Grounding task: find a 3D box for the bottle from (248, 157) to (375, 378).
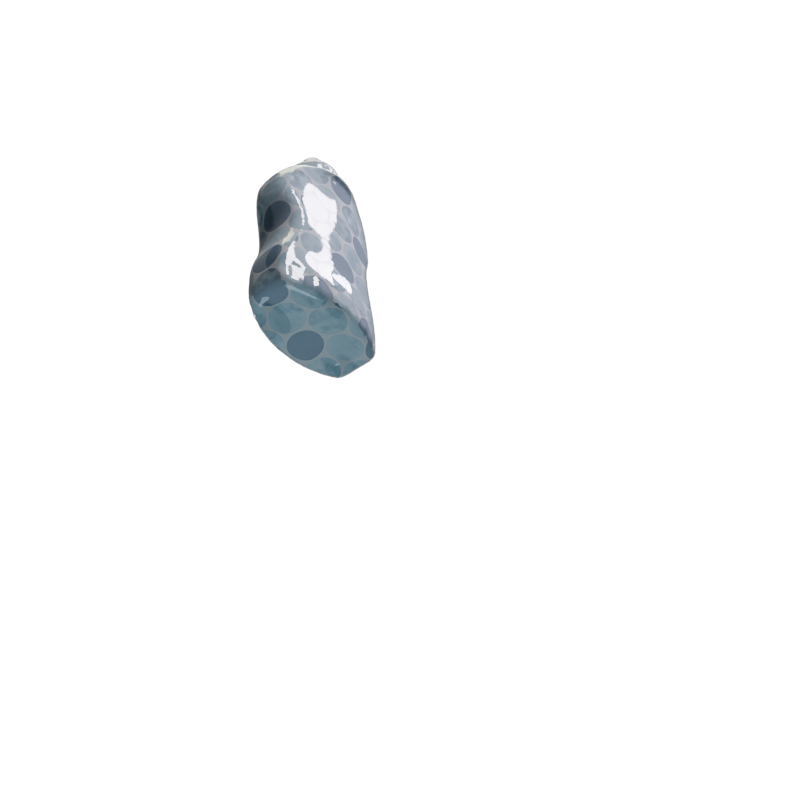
[{"bbox_3d":[-0.062,-0.112,0.783,0.058,0.206,0.090,-35,-54,25],"label":"bottle"}]
